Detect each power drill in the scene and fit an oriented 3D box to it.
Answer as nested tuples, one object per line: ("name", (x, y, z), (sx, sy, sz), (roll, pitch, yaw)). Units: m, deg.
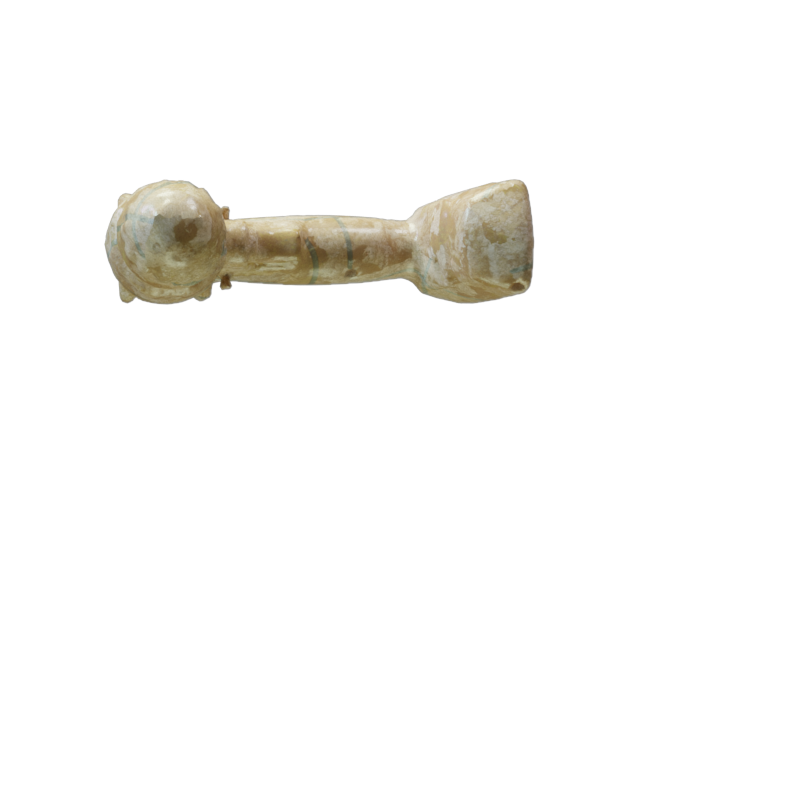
("power drill", (-0.040, -0.072, 0.507), (0.185, 0.057, 0.188), (-1, 4, -13))
